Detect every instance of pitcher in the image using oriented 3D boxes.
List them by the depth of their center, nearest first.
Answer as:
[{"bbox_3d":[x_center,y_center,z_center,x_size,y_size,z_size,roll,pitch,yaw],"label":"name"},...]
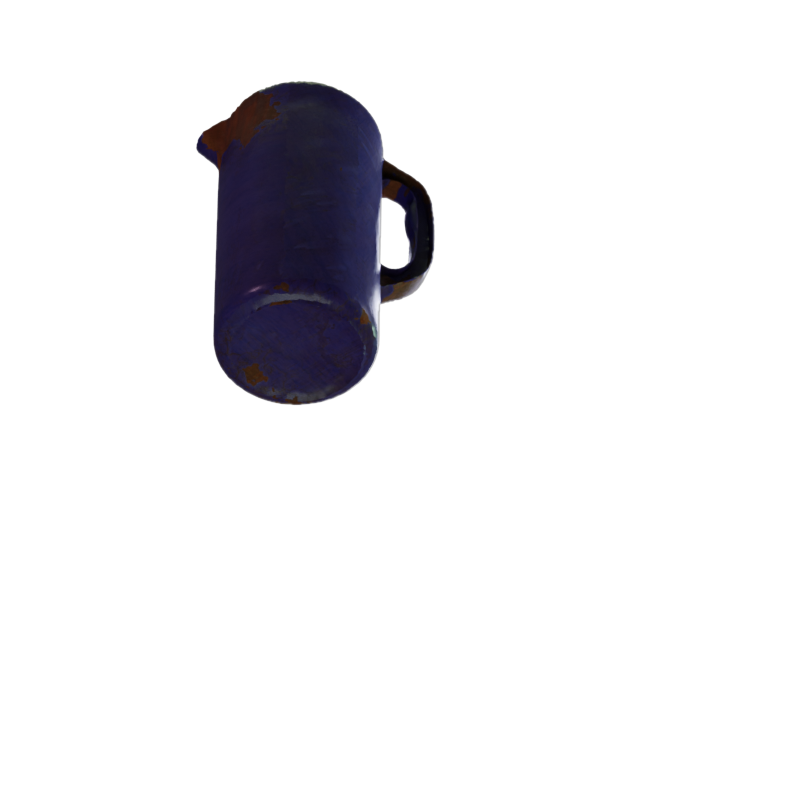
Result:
[{"bbox_3d":[-0.063,-0.115,0.805,0.150,0.261,0.134,-22,-50,16],"label":"pitcher"}]
